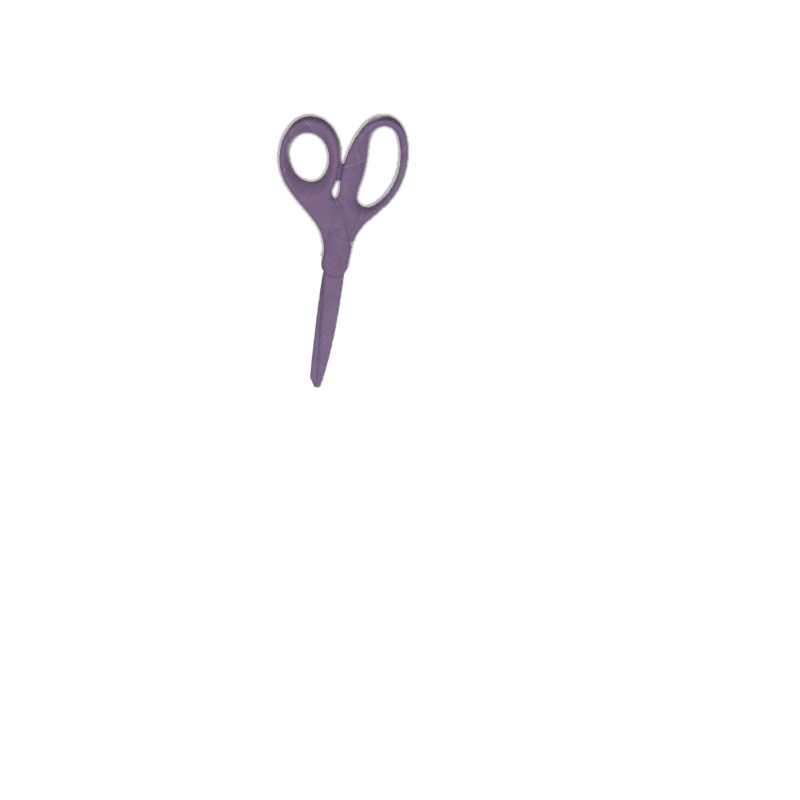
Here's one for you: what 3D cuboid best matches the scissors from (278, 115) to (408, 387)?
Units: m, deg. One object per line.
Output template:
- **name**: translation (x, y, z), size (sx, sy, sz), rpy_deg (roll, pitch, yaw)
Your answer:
- **scissors**: translation (-0.060, -0.110, 0.768), size (0.095, 0.196, 0.016), rpy_deg (24, 17, -8)
